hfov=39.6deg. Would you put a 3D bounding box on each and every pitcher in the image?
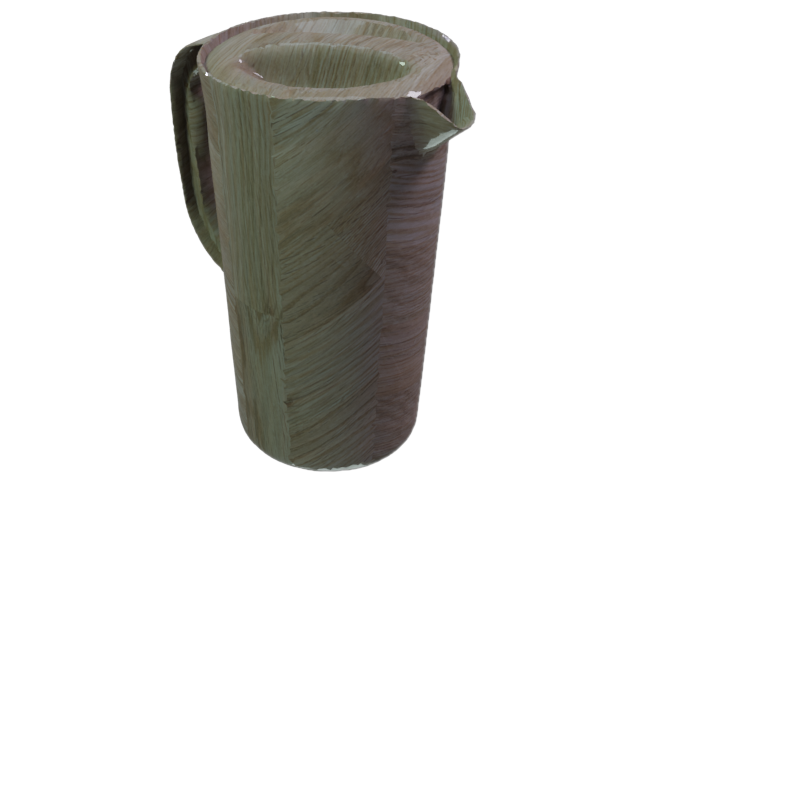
[{"bbox_3d":[-0.049,-0.089,0.621,0.143,0.228,0.160,-5,33,-10],"label":"pitcher"}]
